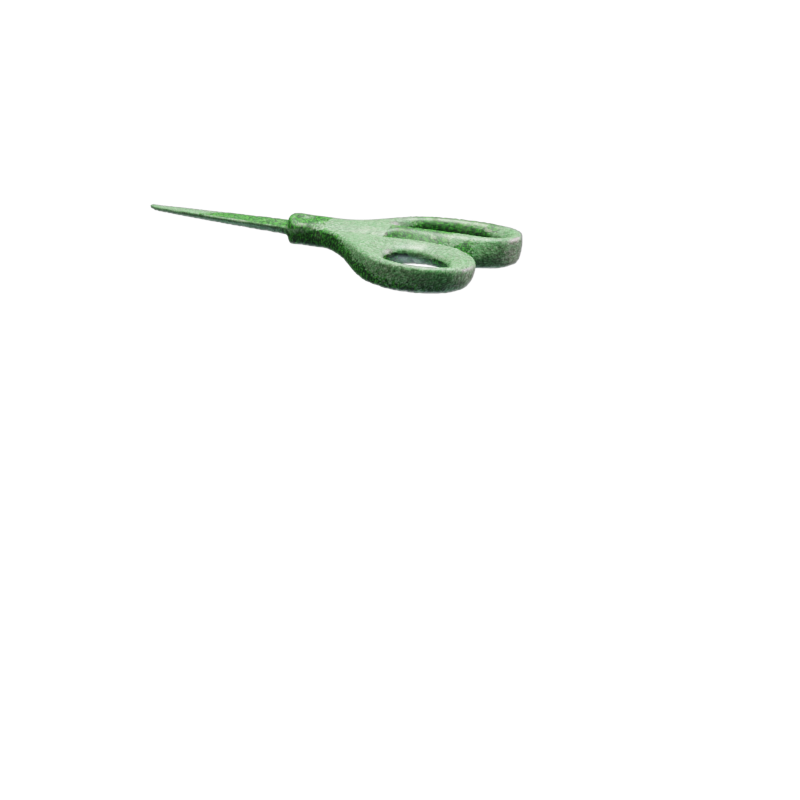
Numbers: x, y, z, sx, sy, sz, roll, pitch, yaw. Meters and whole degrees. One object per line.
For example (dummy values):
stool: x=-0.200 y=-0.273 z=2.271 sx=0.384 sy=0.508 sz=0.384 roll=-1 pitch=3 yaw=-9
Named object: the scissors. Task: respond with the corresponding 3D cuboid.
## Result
scissors: x=-0.043 y=-0.078 z=0.547 sx=0.205 sy=0.015 sz=0.099 roll=5 pitch=24 yaw=11
